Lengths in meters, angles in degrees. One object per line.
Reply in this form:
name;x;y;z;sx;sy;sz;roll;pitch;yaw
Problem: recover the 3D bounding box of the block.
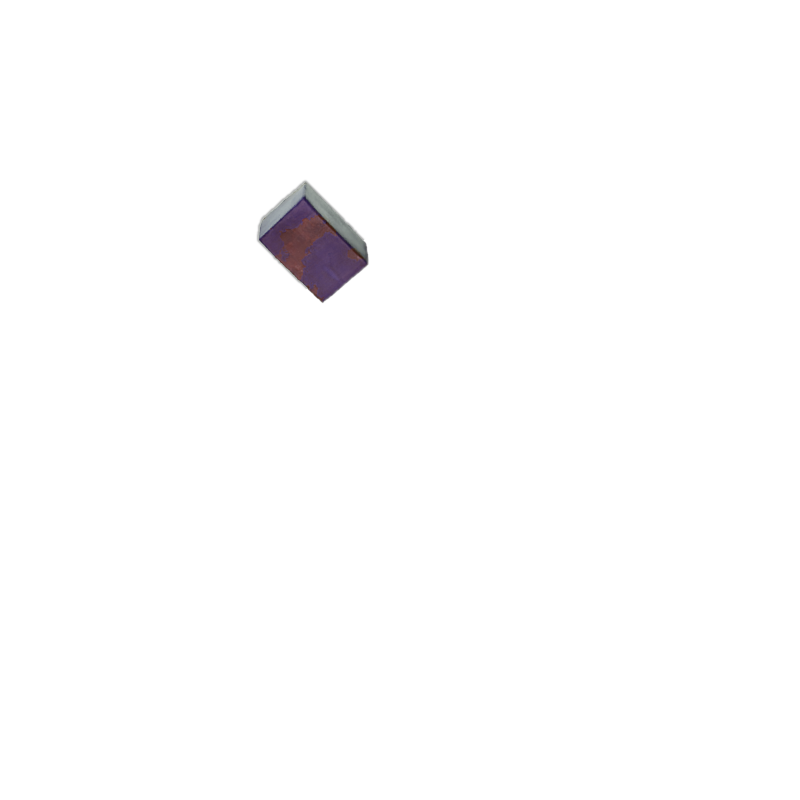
block;-0.070;-0.128;0.900;0.052;0.075;0.054;-40;18;14
